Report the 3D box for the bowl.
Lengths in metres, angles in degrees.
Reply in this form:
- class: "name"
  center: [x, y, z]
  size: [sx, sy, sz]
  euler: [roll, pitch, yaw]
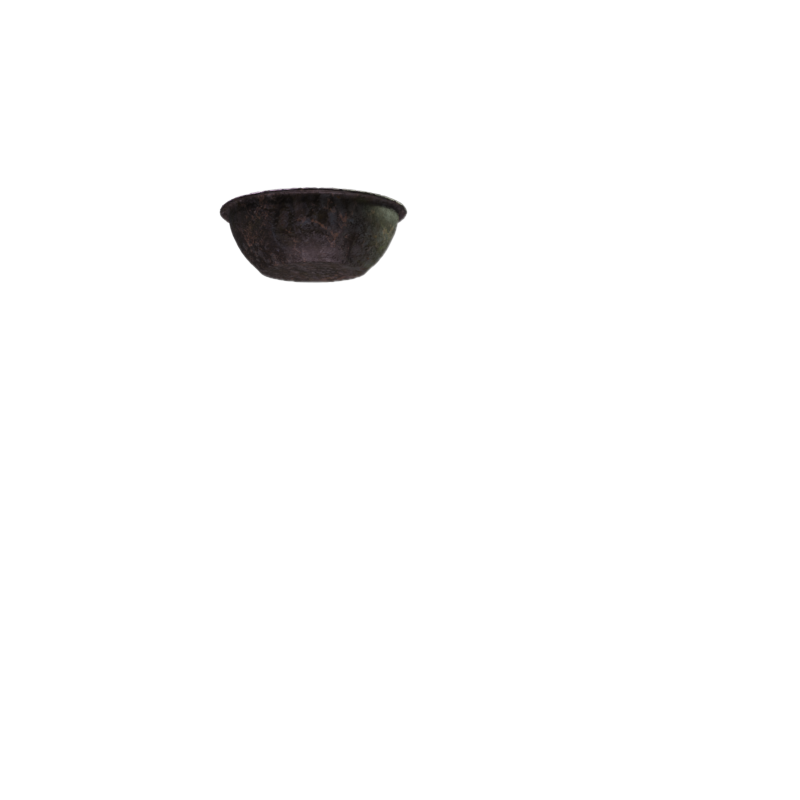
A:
- class: "bowl"
  center: [-0.074, -0.136, 0.950]
  size: [0.162, 0.056, 0.159]
  euler: [0, -6, -2]
